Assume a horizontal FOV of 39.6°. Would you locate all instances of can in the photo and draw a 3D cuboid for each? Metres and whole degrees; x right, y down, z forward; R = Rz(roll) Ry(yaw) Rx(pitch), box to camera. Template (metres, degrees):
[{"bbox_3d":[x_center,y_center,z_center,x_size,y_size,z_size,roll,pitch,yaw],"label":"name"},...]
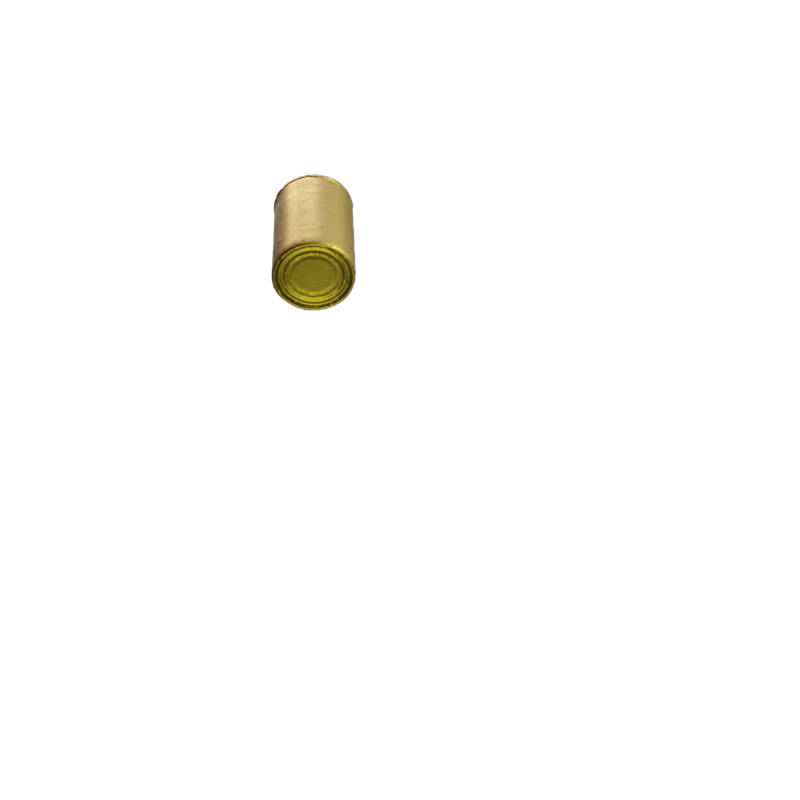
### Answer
[{"bbox_3d":[-0.071,-0.129,0.904,0.068,0.064,0.109,-1,39,-3],"label":"can"}]
